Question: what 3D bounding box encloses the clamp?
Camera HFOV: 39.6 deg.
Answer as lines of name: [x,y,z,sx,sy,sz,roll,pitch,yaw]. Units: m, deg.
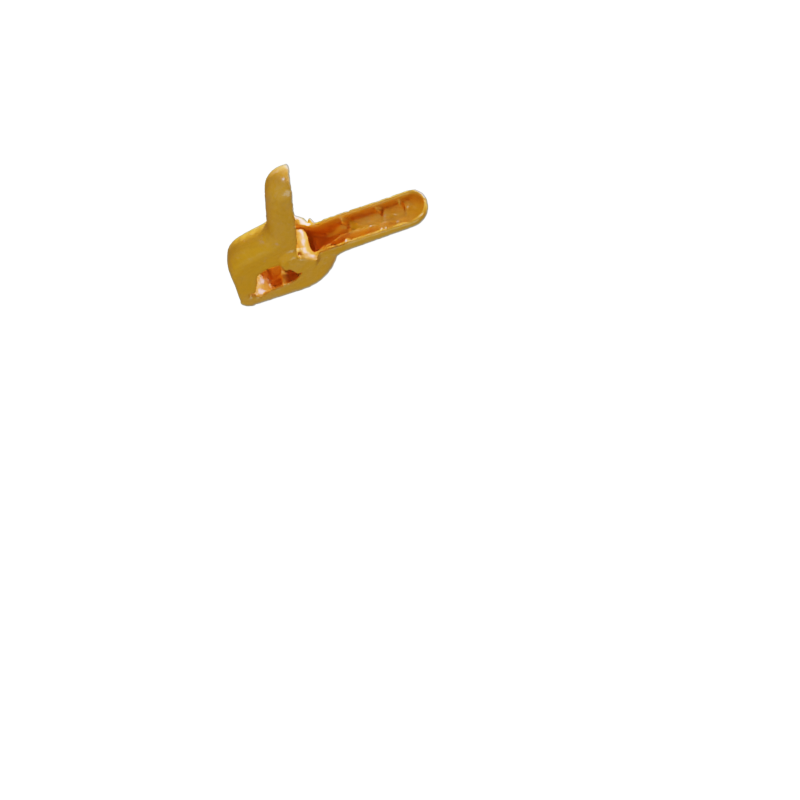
clamp: [-0.061,-0.112,0.785,0.116,0.041,0.168,9,-22,-23]
